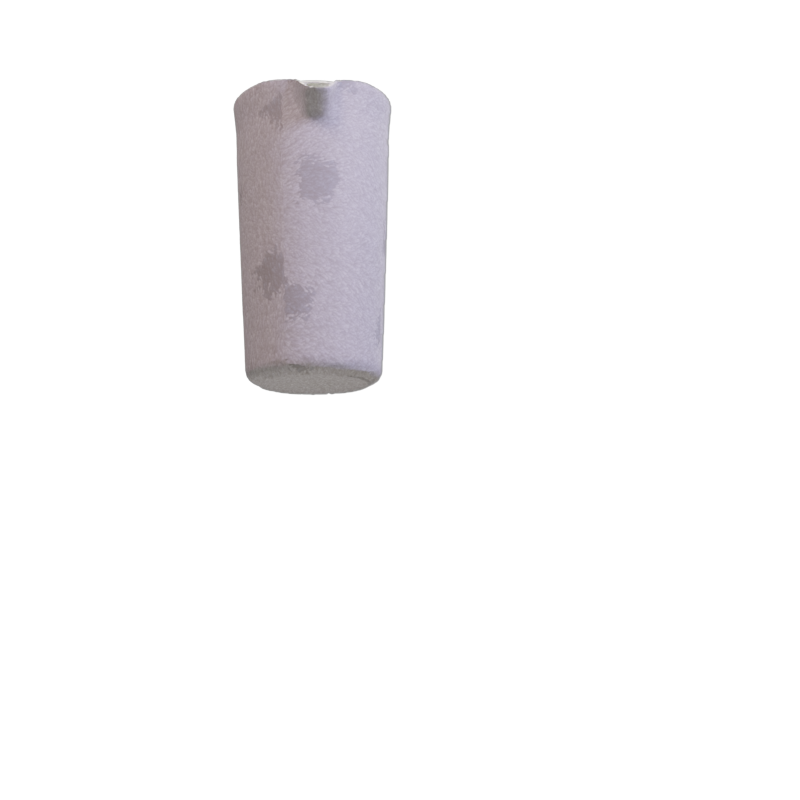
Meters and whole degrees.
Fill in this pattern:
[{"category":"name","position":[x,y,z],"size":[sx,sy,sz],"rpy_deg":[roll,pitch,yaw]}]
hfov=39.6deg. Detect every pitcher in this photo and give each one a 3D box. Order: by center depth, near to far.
[{"category":"pitcher","position":[-0.071,-0.130,0.913],"size":[0.148,0.253,0.140],"rpy_deg":[-13,-19,37]}]
